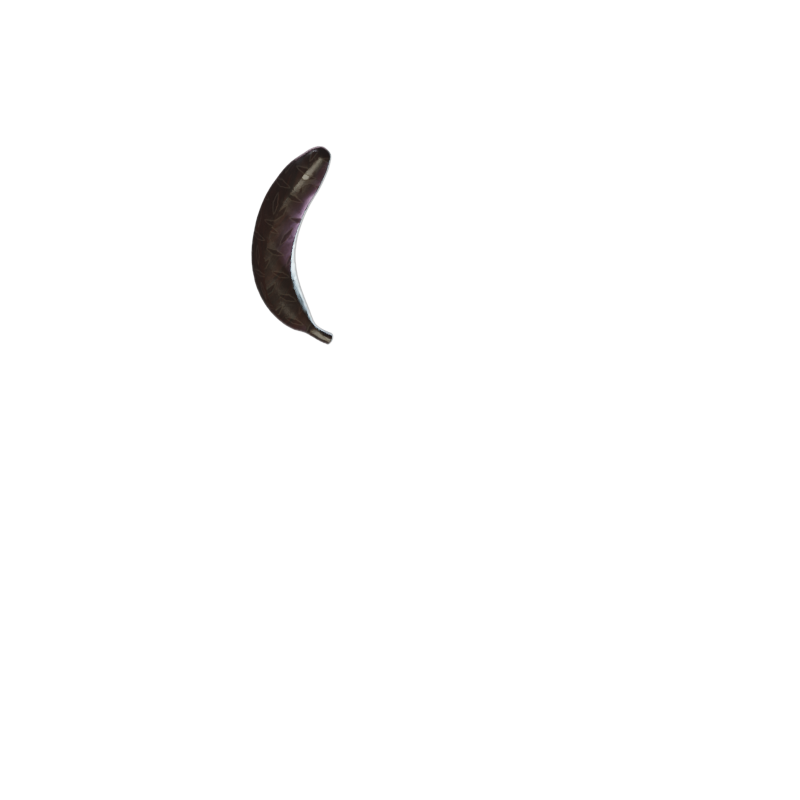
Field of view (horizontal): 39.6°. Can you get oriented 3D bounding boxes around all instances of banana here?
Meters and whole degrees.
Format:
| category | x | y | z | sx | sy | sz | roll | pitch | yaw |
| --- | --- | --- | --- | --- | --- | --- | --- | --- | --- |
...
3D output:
| category | x | y | z | sx | sy | sz | roll | pitch | yaw |
| --- | --- | --- | --- | --- | --- | --- | --- | --- | --- |
| banana | -0.092 | -0.130 | 0.937 | 0.069 | 0.184 | 0.039 | 0 | 39 | -1 |
